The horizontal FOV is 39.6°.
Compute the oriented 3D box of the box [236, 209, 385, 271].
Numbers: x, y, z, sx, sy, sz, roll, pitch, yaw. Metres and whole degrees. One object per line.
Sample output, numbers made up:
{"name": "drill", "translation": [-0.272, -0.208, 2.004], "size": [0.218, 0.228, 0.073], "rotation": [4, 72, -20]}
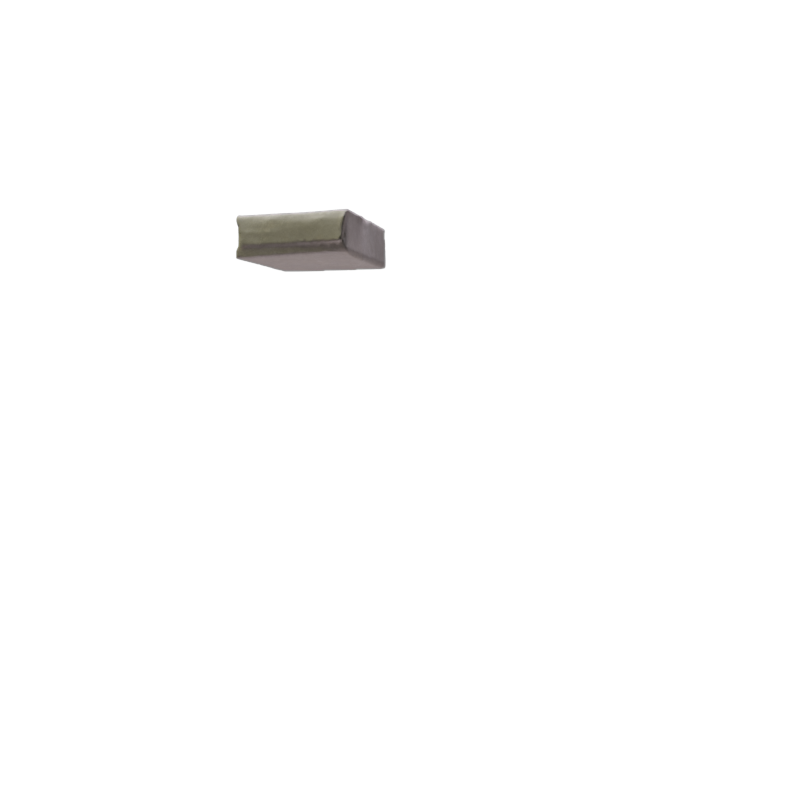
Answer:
{"name": "box", "translation": [-0.056, -0.102, 0.714], "size": [0.075, 0.031, 0.086], "rotation": [-1, -1, 17]}
